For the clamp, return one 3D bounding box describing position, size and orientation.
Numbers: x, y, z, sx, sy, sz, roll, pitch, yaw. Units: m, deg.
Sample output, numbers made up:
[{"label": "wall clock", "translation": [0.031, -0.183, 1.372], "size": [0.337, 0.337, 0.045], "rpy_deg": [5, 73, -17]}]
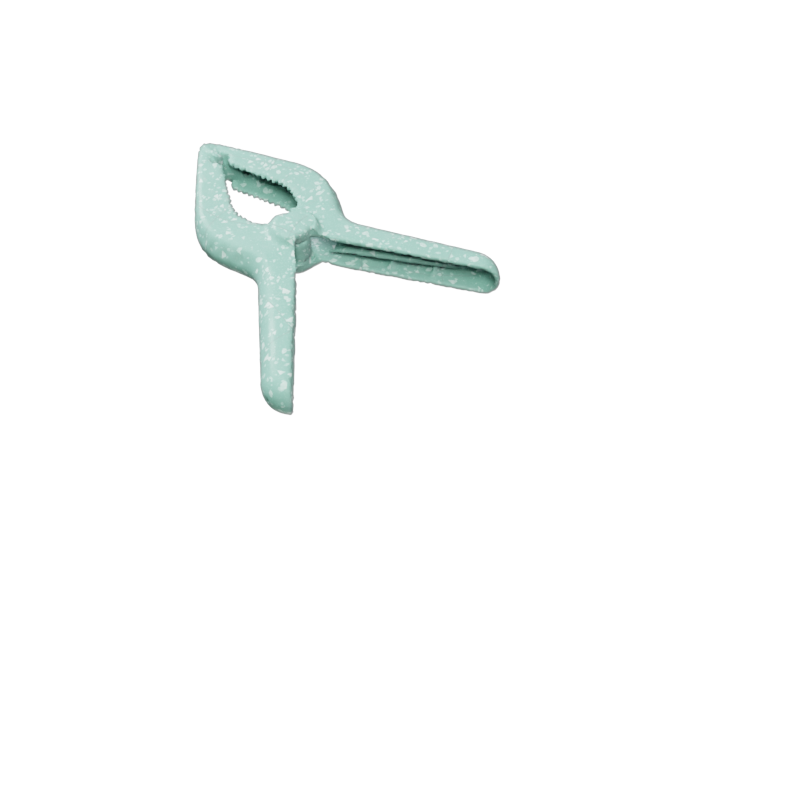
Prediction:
[{"label": "clamp", "translation": [-0.054, -0.098, 0.686], "size": [0.163, 0.034, 0.227], "rpy_deg": [-24, 52, -20]}]
